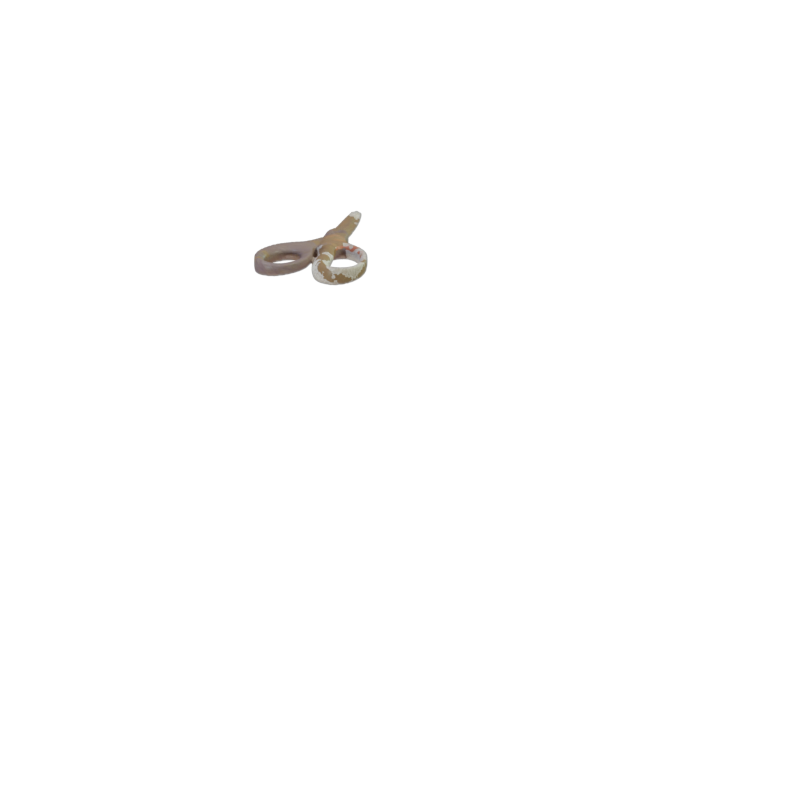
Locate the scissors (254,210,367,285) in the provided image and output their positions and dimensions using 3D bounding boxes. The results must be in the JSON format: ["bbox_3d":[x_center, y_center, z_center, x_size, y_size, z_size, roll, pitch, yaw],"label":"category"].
[{"bbox_3d":[-0.071,-0.130,0.909,0.096,0.015,0.211,-2,22,-6],"label":"scissors"}]
